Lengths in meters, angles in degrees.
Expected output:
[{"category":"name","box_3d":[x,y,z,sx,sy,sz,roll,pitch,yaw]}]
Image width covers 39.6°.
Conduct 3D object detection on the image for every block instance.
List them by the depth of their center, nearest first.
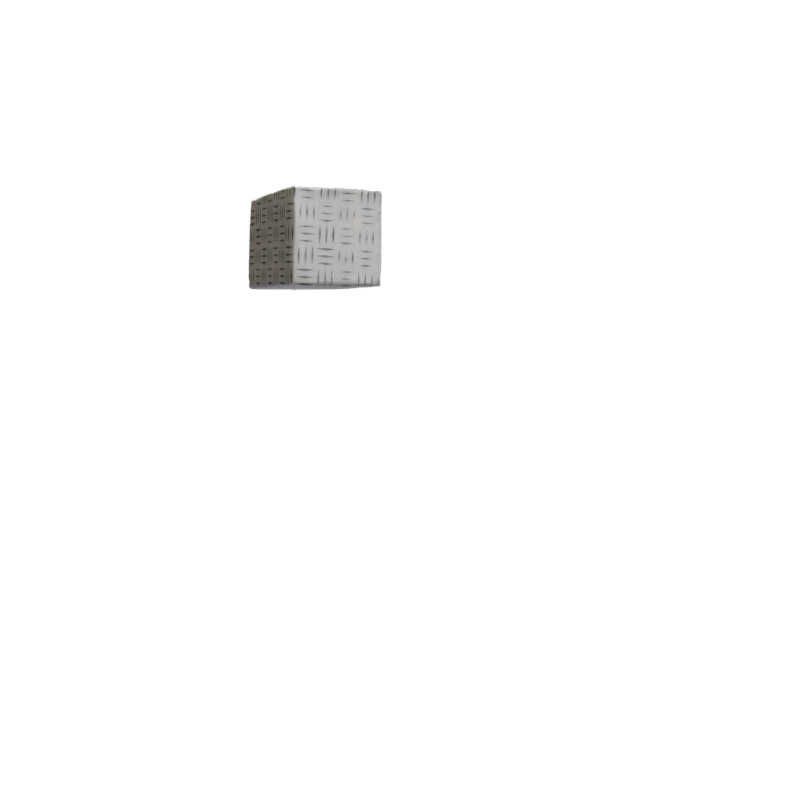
[{"category":"block","box_3d":[-0.048,-0.087,0.609,0.051,0.051,0.080,0,1,-23]}]
